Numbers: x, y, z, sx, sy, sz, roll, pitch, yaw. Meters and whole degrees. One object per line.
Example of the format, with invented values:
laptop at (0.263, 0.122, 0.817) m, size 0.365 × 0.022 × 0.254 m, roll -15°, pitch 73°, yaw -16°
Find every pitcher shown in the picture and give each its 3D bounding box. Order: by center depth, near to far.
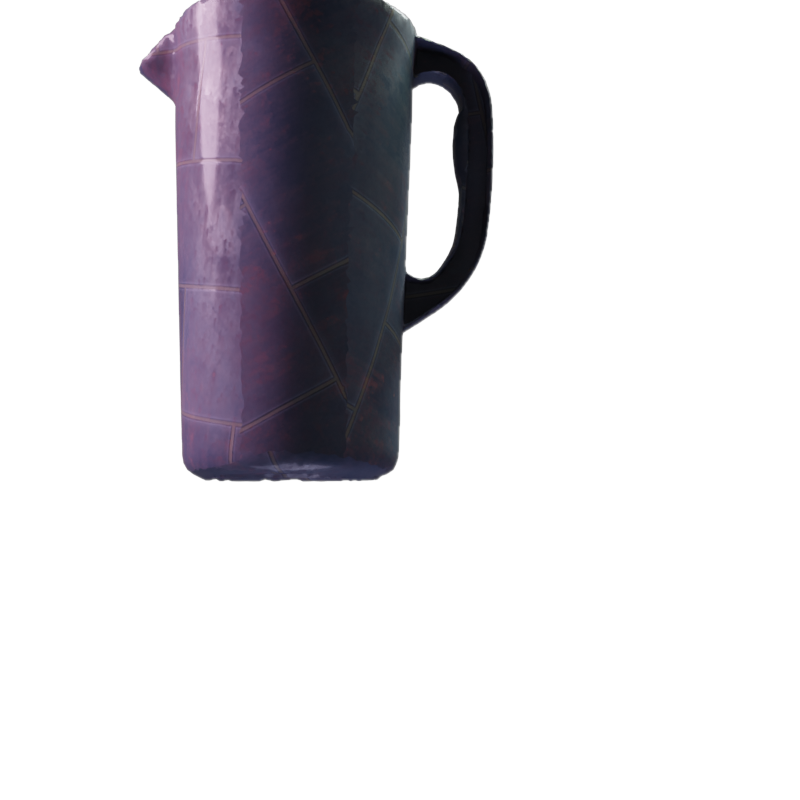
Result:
pitcher at (-0.045, -0.082, 0.578) m, size 0.153 × 0.250 × 0.137 m, roll -10°, pitch -14°, yaw 40°
